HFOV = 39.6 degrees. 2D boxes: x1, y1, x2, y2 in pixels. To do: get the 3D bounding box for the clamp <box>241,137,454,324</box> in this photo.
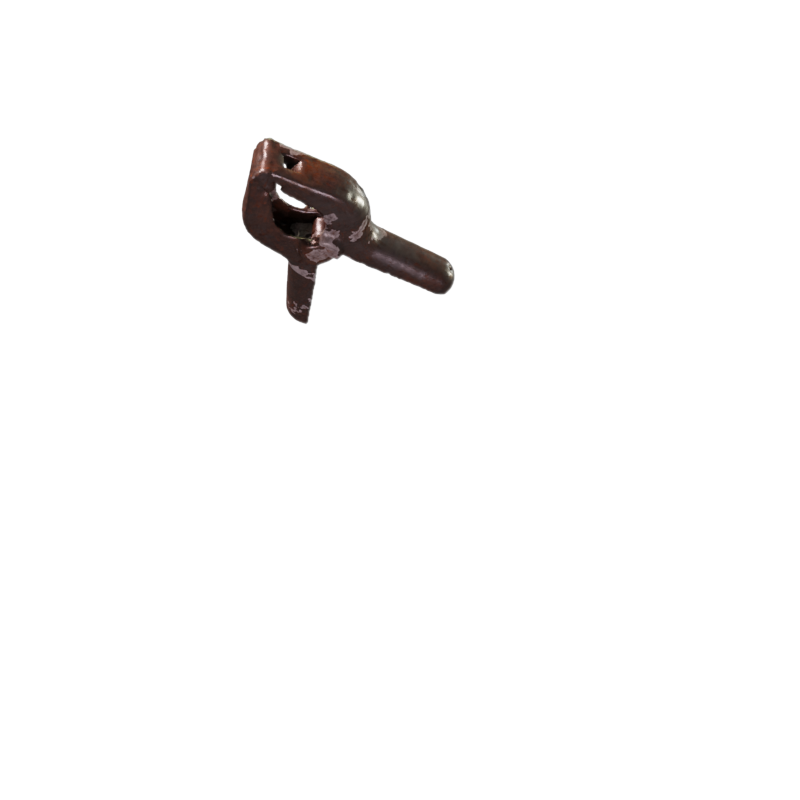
[{"bbox_3d":[-0.056,-0.101,0.709,0.121,0.042,0.159,-22,-42,27],"label":"clamp"}]
